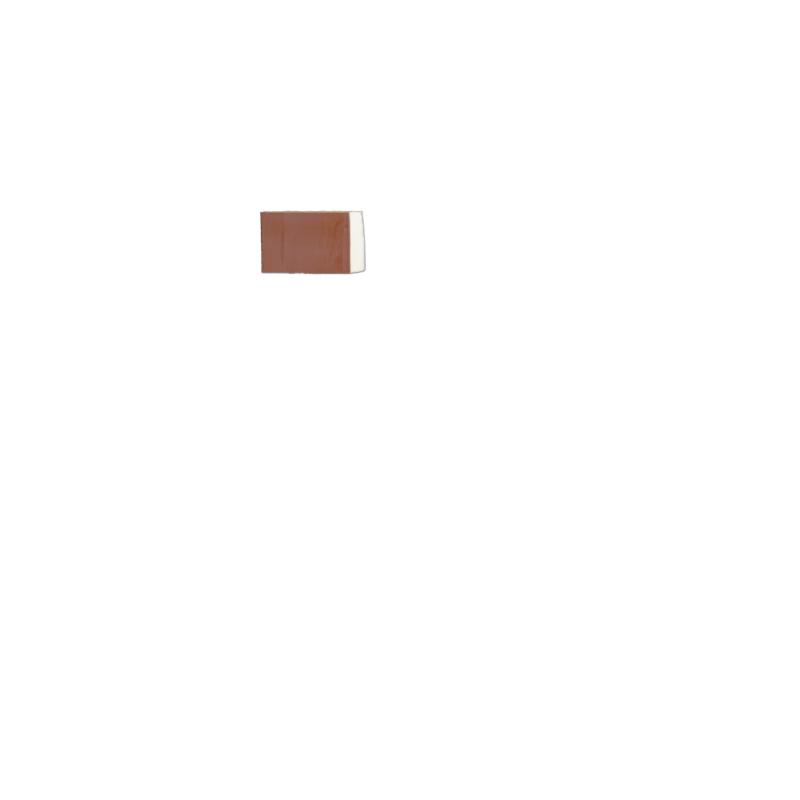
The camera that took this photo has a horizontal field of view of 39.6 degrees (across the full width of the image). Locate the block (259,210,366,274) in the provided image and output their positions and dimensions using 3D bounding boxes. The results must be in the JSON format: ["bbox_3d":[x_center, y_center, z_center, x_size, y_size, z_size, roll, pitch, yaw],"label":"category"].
[{"bbox_3d":[-0.071,-0.130,0.911,0.079,0.051,0.052,2,6,13],"label":"block"}]
